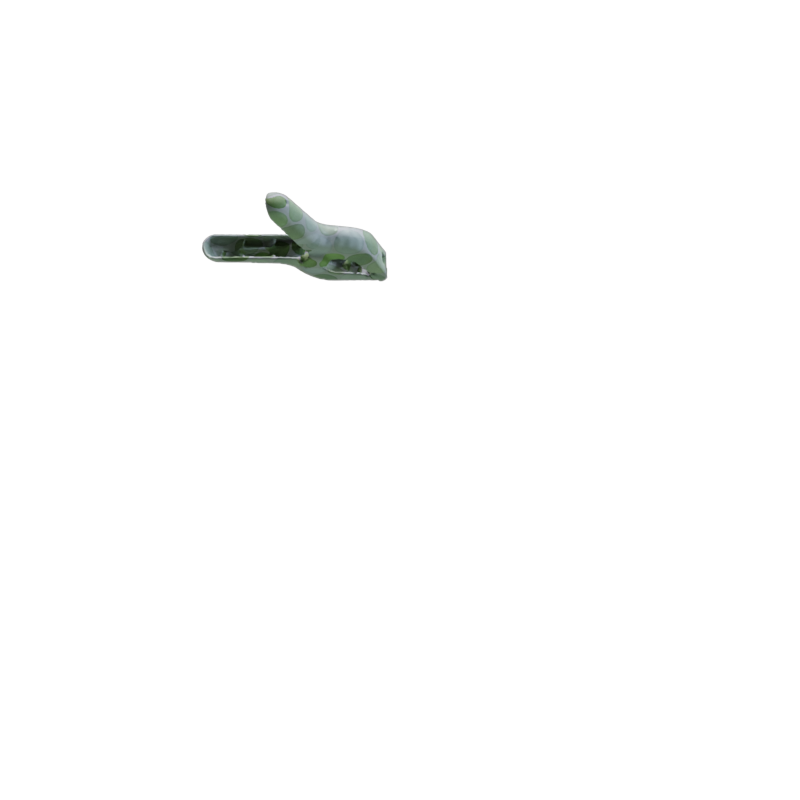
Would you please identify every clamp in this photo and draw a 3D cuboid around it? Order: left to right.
[{"bbox_3d":[-0.077,-0.140,0.983,0.165,0.041,0.120,6,-13,-27],"label":"clamp"}]
